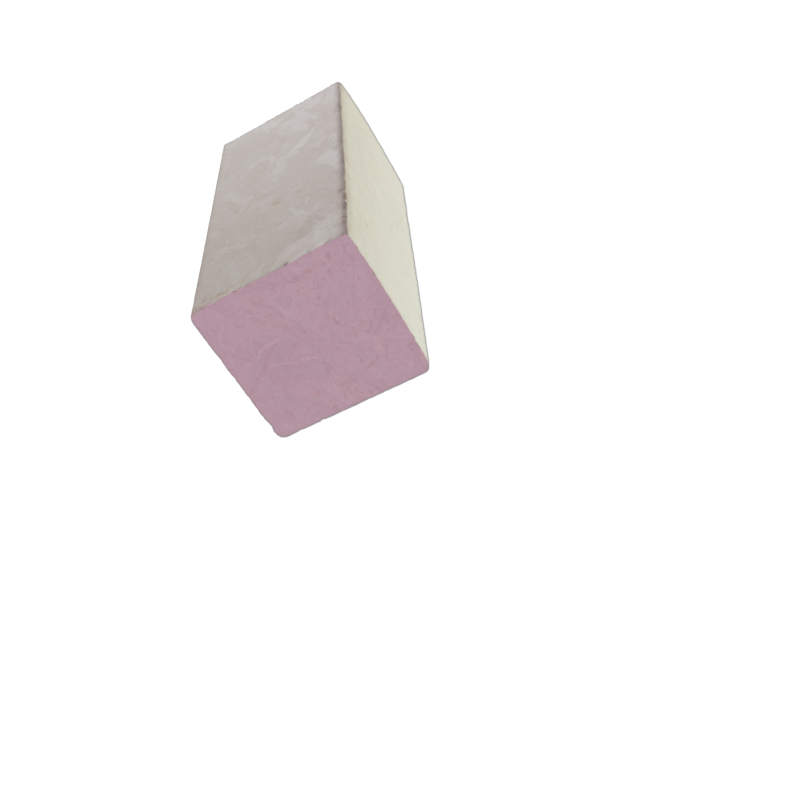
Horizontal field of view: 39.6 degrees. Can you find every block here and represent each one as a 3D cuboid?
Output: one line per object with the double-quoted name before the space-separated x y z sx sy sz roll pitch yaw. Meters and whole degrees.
"block" -0.049 -0.089 0.629 0.091 0.084 0.220 -26 31 13
